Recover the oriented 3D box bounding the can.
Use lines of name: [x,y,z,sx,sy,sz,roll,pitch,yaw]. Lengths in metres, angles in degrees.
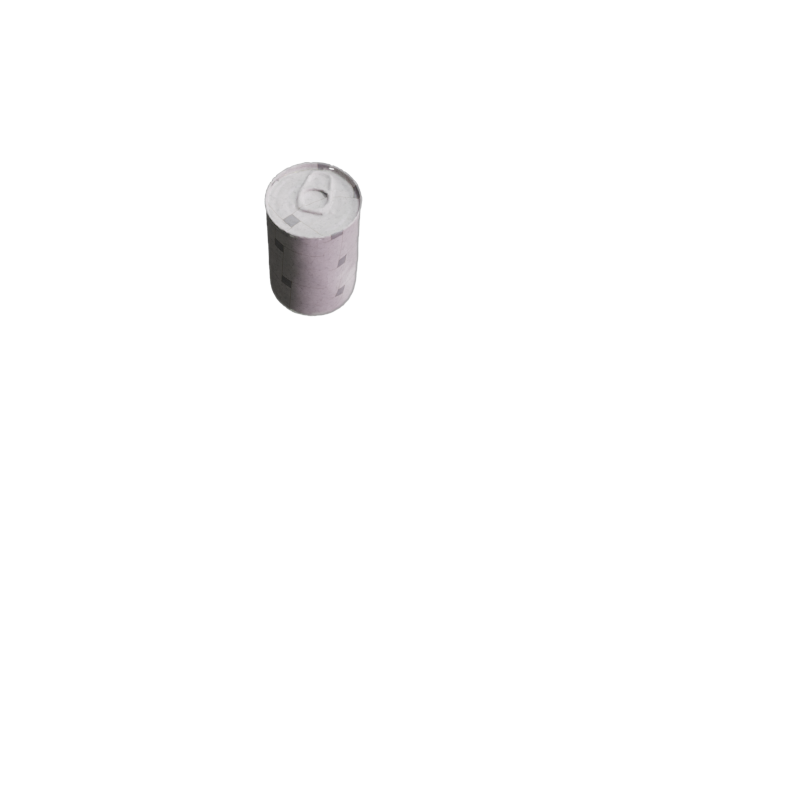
can: [-0.063,-0.116,0.810,0.068,0.073,0.096,0,-31,-3]
